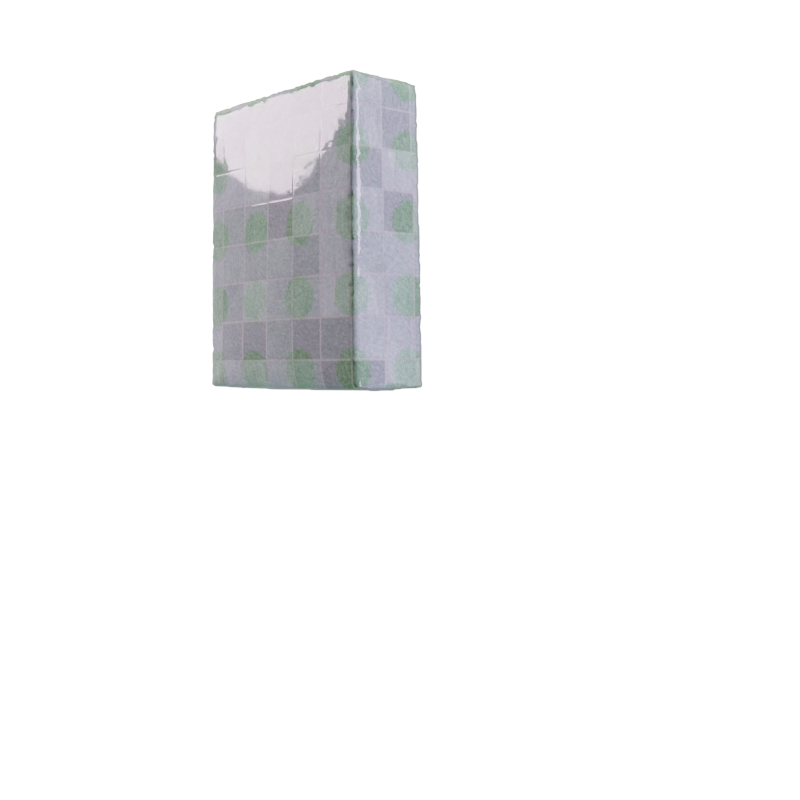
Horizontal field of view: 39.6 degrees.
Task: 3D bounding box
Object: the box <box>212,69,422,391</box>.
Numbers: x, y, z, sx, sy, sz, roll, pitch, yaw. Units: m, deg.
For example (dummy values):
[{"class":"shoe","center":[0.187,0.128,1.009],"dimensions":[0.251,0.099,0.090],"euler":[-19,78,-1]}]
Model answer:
[{"class":"box","center":[-0.063,-0.115,0.808],"dimensions":[0.069,0.217,0.169],"euler":[5,-7,-43]}]
